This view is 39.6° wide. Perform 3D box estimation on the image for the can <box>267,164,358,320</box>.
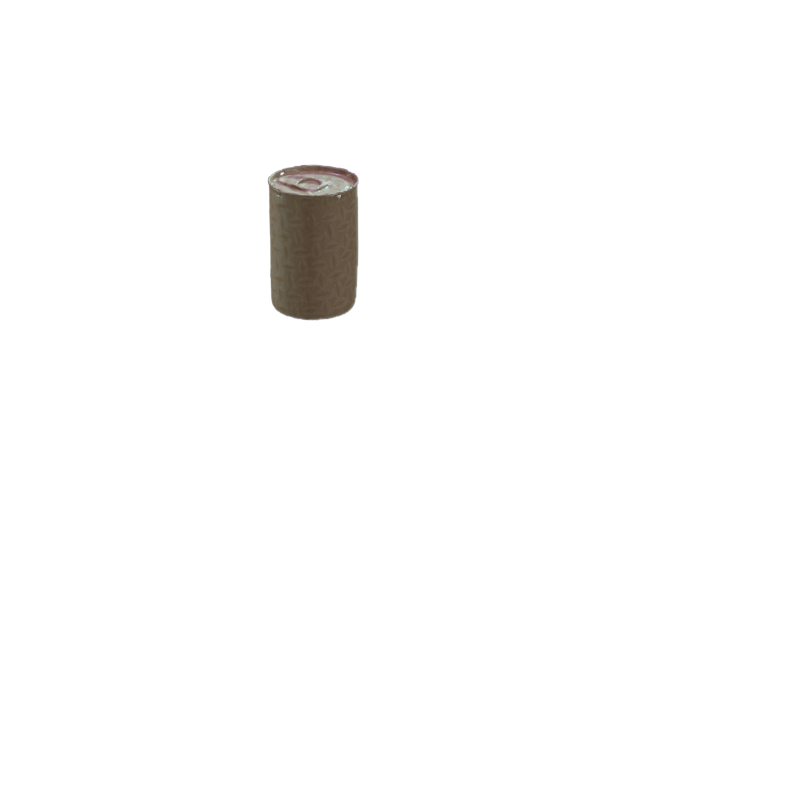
[{"bbox_3d":[-0.066,-0.121,0.845,0.068,0.097,0.072,0,26,-2],"label":"can"}]
